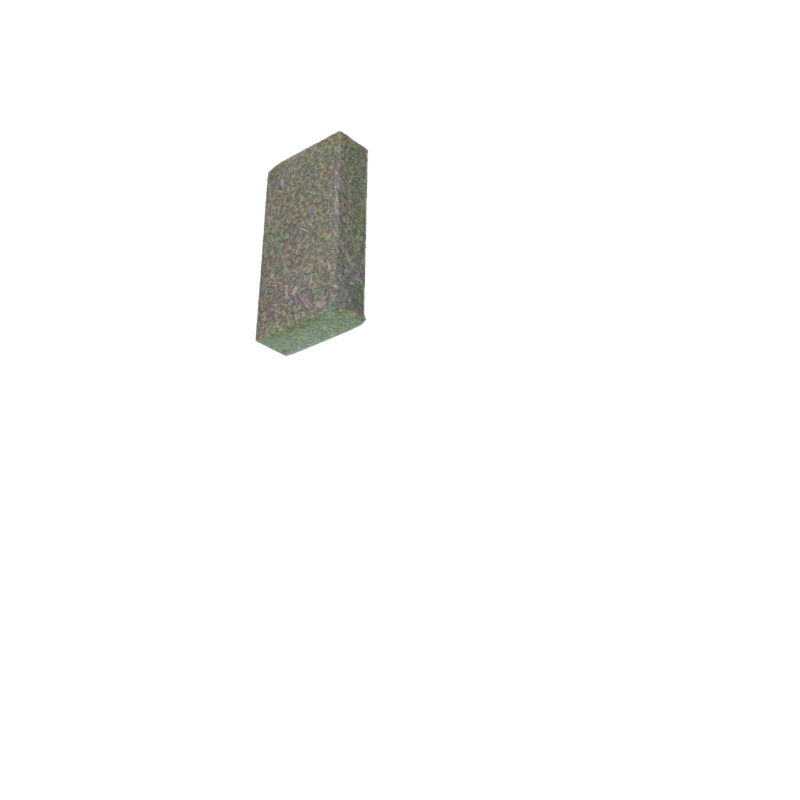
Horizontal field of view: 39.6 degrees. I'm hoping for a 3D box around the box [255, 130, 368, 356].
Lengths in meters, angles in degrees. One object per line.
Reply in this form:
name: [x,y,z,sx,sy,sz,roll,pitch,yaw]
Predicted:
box: [-0.074,-0.135,0.946,0.094,0.187,0.045,-23,-35,34]
